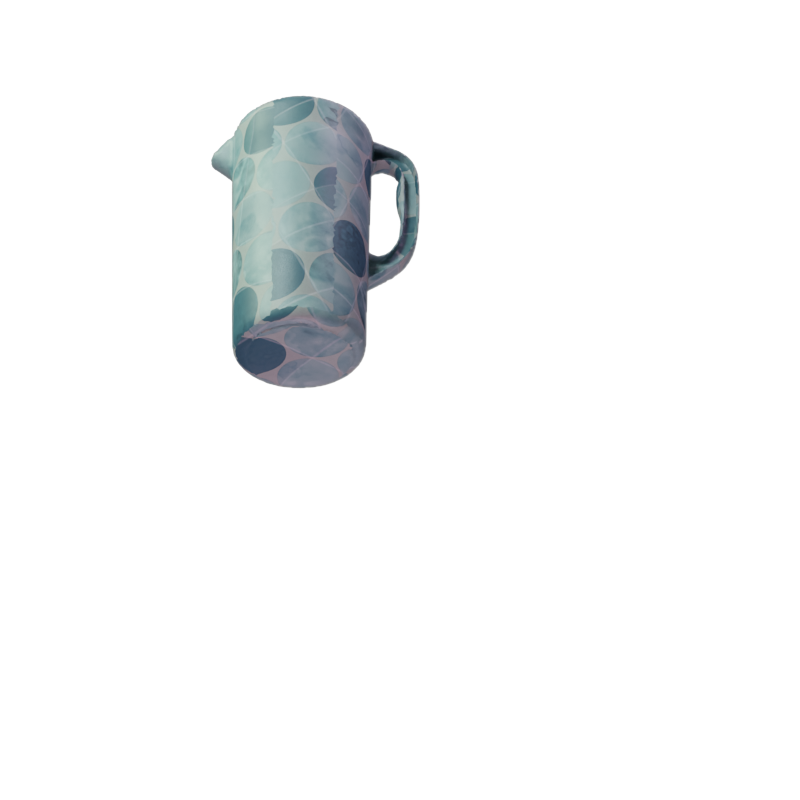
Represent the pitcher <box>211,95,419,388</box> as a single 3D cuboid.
[{"bbox_3d":[-0.075,-0.137,0.961,0.149,0.260,0.135,-28,-44,31],"label":"pitcher"}]
